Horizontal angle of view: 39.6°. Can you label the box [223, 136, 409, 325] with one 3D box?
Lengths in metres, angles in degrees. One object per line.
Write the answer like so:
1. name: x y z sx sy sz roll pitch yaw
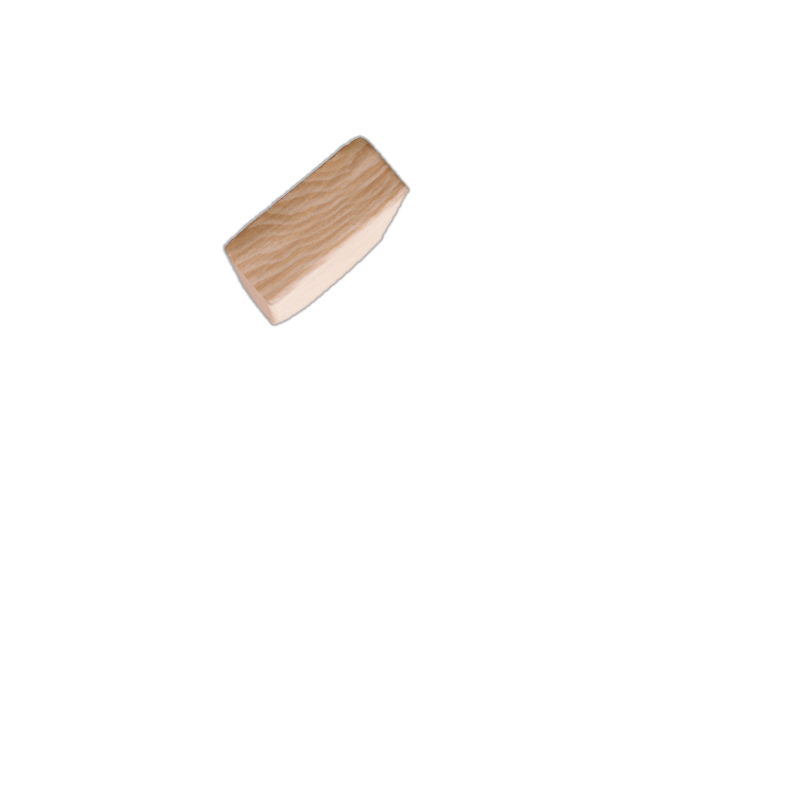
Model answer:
1. box: -0.050 -0.091 0.632 0.094 0.048 0.174 -41 1 -5
